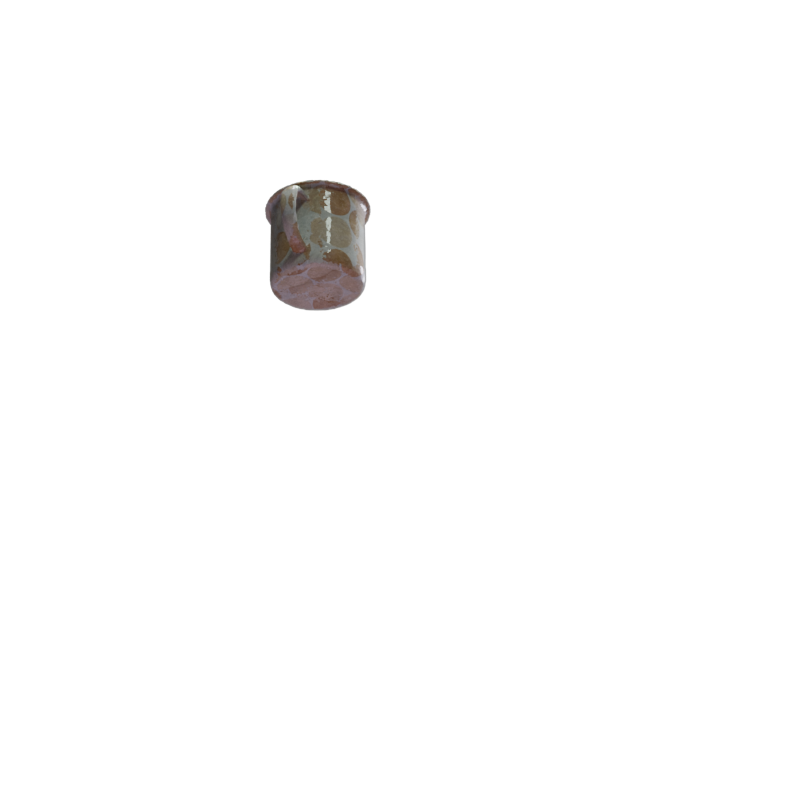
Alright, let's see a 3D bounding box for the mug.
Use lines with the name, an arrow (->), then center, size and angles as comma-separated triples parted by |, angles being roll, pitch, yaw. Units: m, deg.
mug -> -0.074, -0.135, 0.945 | 0.094, 0.087, 0.108 | -9, -30, 14
